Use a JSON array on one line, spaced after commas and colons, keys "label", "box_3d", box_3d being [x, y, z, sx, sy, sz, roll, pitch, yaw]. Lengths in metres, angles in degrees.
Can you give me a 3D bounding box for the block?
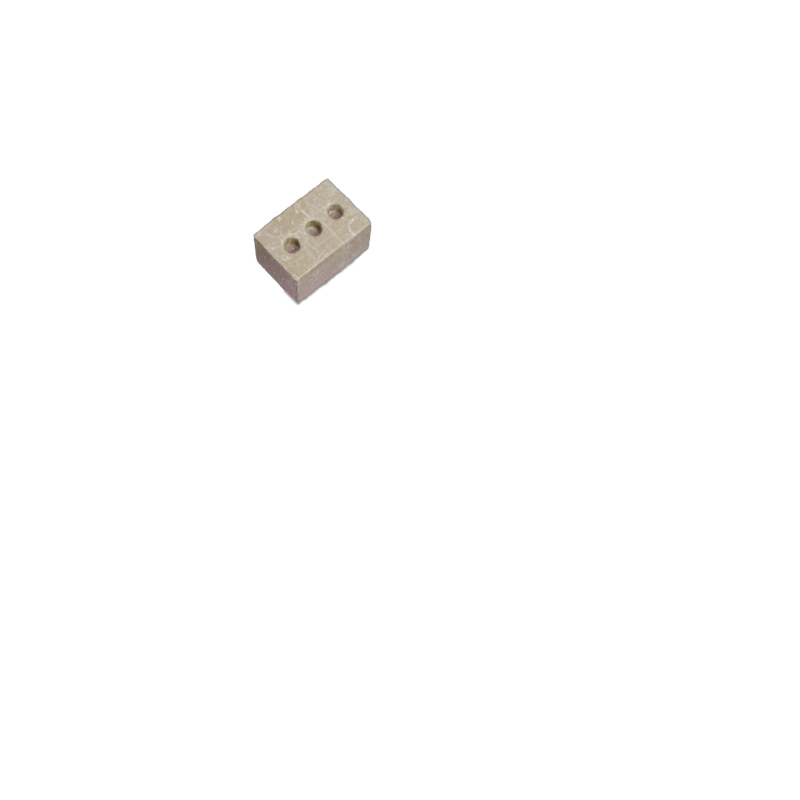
[{"label": "block", "box_3d": [-0.067, -0.123, 0.862, 0.079, 0.055, 0.049, -40, -15, -16]}]
